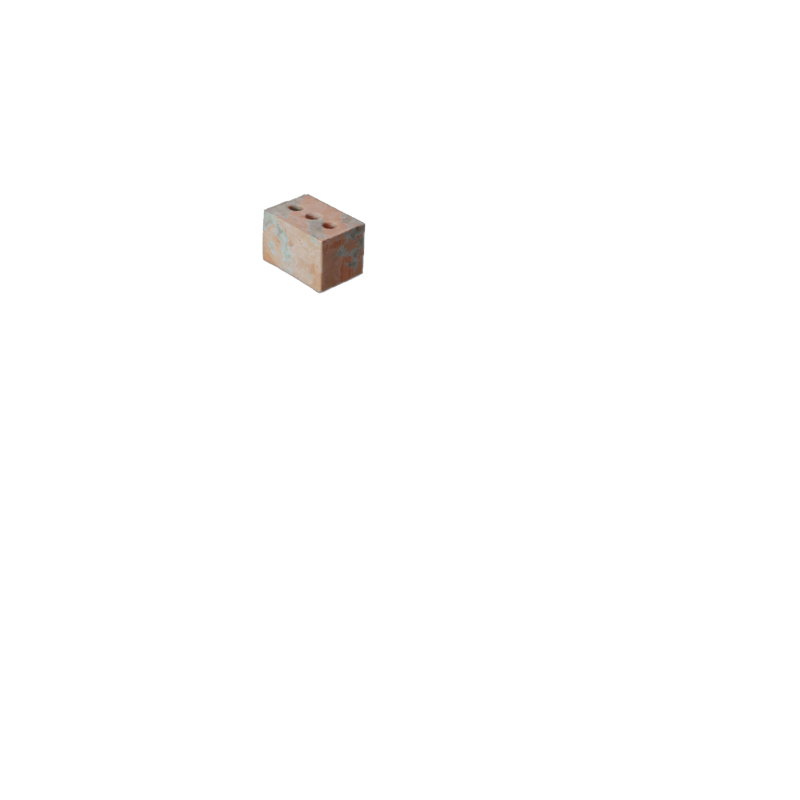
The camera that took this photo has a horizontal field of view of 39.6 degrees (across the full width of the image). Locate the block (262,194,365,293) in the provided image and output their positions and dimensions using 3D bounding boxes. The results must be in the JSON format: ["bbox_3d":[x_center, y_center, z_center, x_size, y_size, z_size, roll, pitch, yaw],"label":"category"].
[{"bbox_3d":[-0.075,-0.136,0.952,0.052,0.048,0.083,-26,42,-35],"label":"block"}]
